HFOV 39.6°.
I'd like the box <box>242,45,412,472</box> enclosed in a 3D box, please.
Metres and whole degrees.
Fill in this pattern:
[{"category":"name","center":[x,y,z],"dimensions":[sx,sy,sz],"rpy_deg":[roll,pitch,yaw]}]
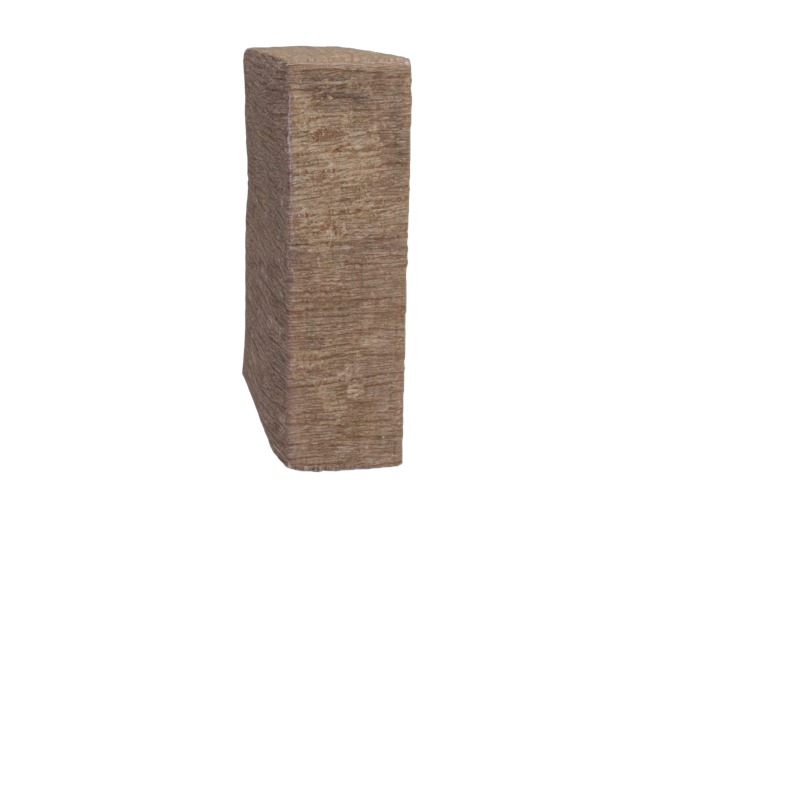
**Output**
[{"category":"box","center":[-0.049,-0.090,0.628],"dimensions":[0.071,0.207,0.172],"rpy_deg":[-2,15,-14]}]
